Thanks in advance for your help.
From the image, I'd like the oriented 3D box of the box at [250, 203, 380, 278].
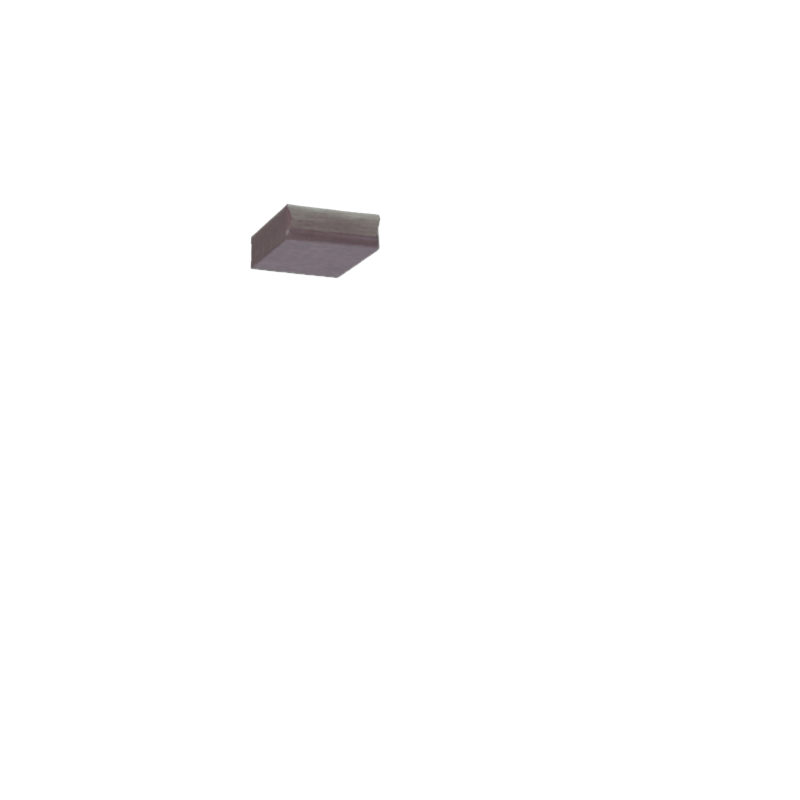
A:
[{"bbox_3d":[-0.065,-0.118,0.827,0.071,0.031,0.089,4,-11,-22],"label":"box"}]
